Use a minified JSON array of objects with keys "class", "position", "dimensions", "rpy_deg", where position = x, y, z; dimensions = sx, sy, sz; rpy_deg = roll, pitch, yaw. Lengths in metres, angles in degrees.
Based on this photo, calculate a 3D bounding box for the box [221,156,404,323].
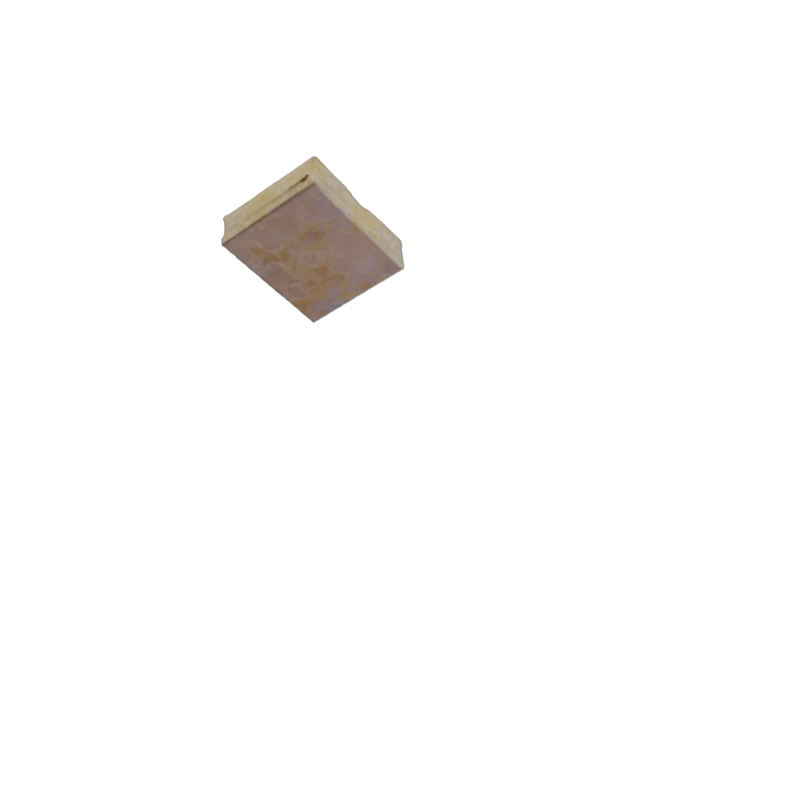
[{"class":"box","position":[-0.053,-0.096,0.673],"dimensions":[0.073,0.032,0.083],"rpy_deg":[-31,-54,25]}]
